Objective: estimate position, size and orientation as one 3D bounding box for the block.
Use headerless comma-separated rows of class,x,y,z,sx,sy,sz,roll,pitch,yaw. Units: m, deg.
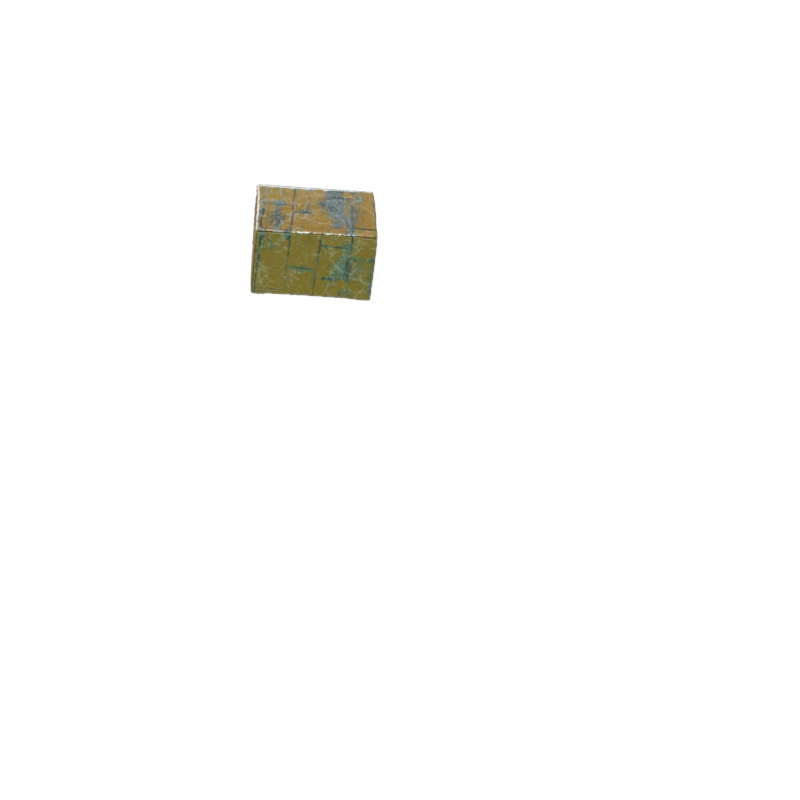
block,-0.055,-0.101,0.709,0.077,0.049,0.055,4,41,-5
